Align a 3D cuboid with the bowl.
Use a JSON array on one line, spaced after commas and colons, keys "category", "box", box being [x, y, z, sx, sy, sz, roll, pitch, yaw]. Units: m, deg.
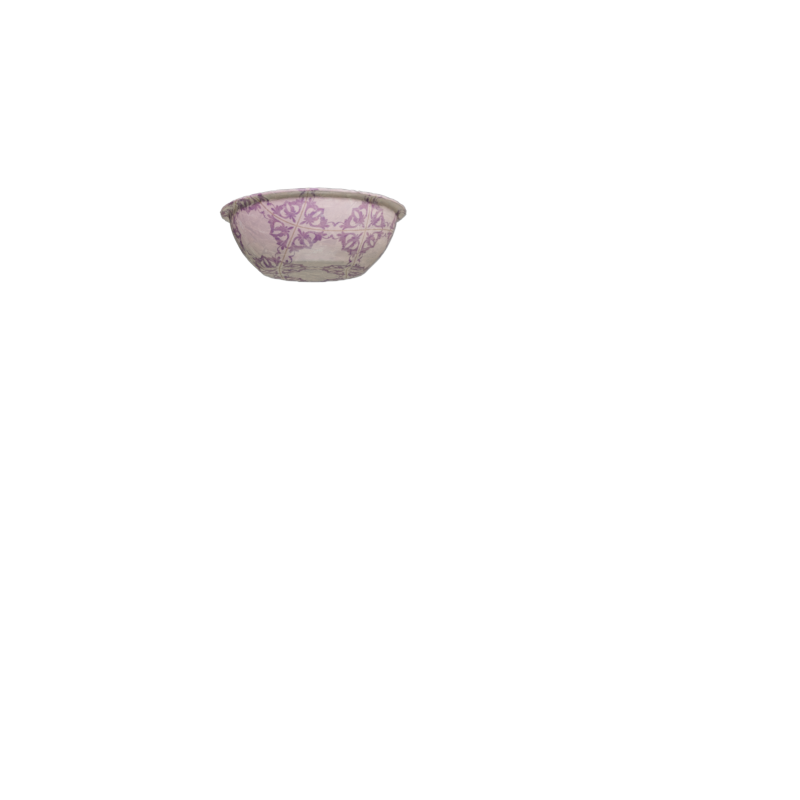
[{"category": "bowl", "box": [-0.075, -0.137, 0.959, 0.162, 0.056, 0.159, 0, -6, -2]}]
